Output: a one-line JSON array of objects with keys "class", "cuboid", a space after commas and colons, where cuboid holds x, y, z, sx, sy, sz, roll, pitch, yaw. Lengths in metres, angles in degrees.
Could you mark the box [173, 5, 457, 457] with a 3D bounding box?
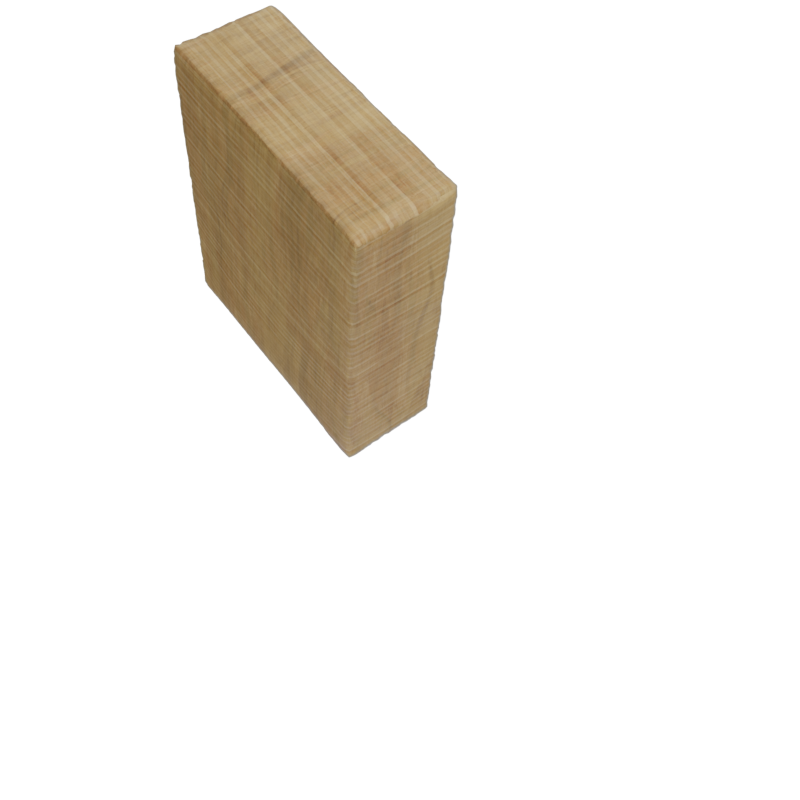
[{"class": "box", "cuboid": [-0.049, -0.090, 0.630, 0.072, 0.175, 0.200, -30, -27, -21]}]
